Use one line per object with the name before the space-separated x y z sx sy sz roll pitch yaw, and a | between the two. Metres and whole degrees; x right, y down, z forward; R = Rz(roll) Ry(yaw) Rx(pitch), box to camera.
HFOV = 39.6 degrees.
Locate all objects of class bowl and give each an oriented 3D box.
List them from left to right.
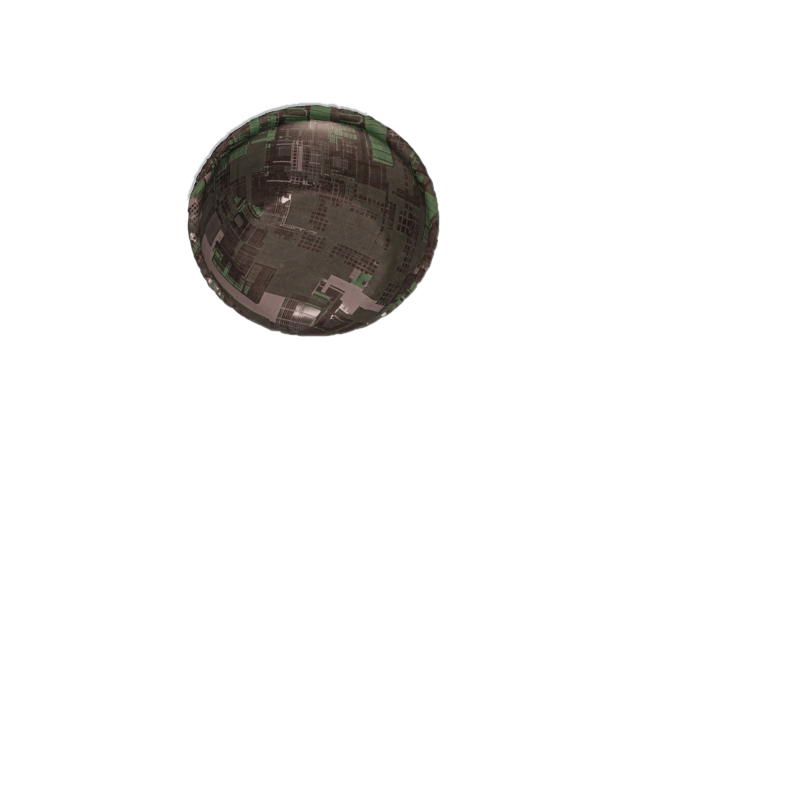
bowl | -0.054 -0.098 0.685 0.162 0.153 0.058 1 26 -1
